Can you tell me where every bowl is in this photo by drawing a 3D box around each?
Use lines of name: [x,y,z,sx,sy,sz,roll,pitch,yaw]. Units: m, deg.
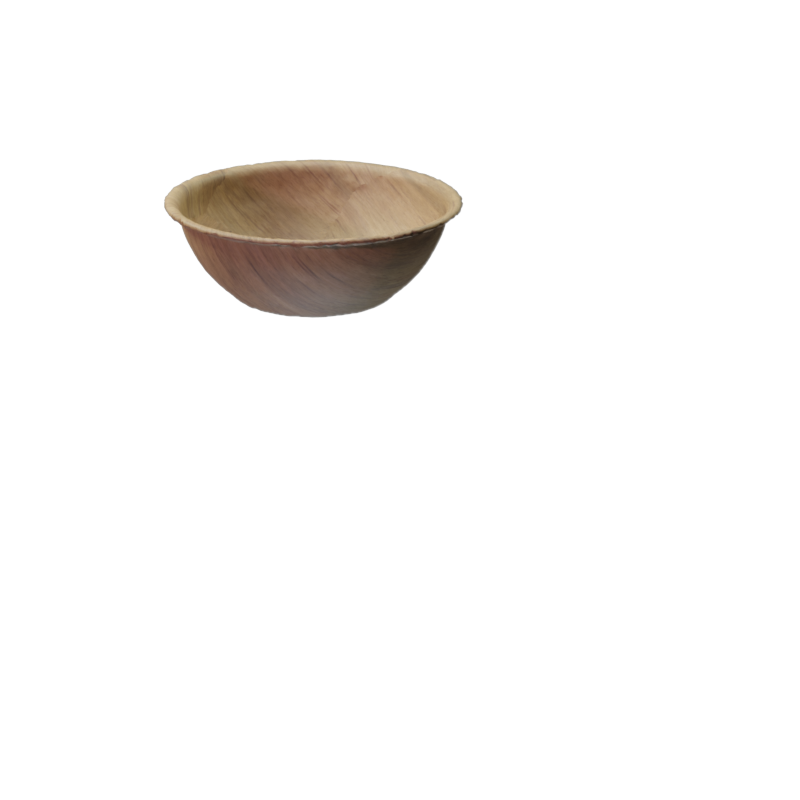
bowl: [-0.048,-0.087,0.611,0.162,0.052,0.170,-1,24,-2]
